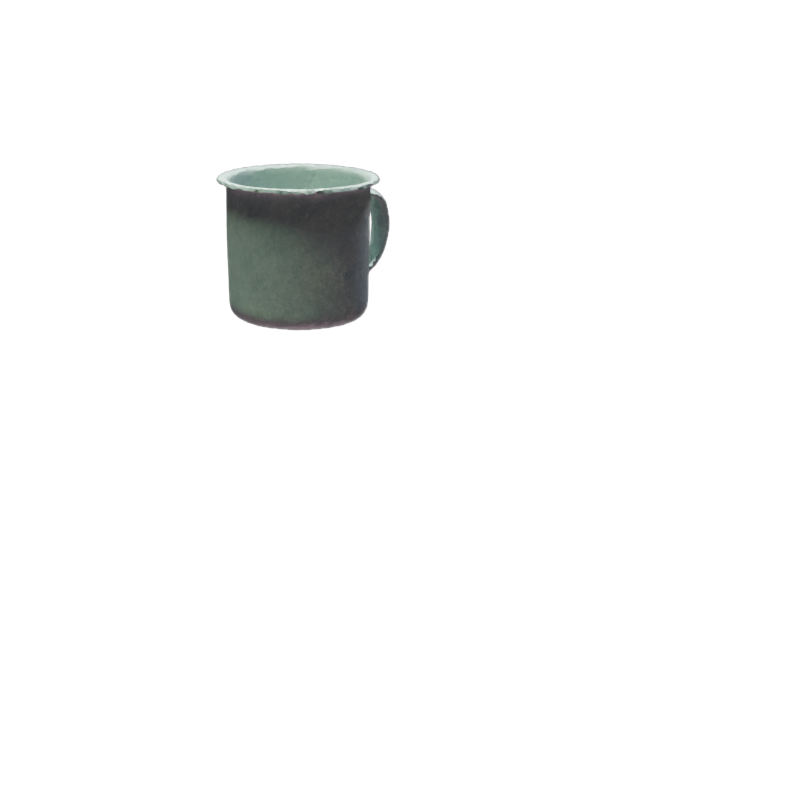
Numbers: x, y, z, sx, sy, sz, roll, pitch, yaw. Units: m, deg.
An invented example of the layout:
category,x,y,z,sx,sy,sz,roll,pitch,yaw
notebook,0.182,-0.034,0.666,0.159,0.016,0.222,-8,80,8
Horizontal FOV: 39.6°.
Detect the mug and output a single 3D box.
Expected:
category,x,y,z,sx,sy,sz,roll,pitch,yaw
mug,-0.051,-0.093,0.650,0.098,0.079,0.115,16,24,40
